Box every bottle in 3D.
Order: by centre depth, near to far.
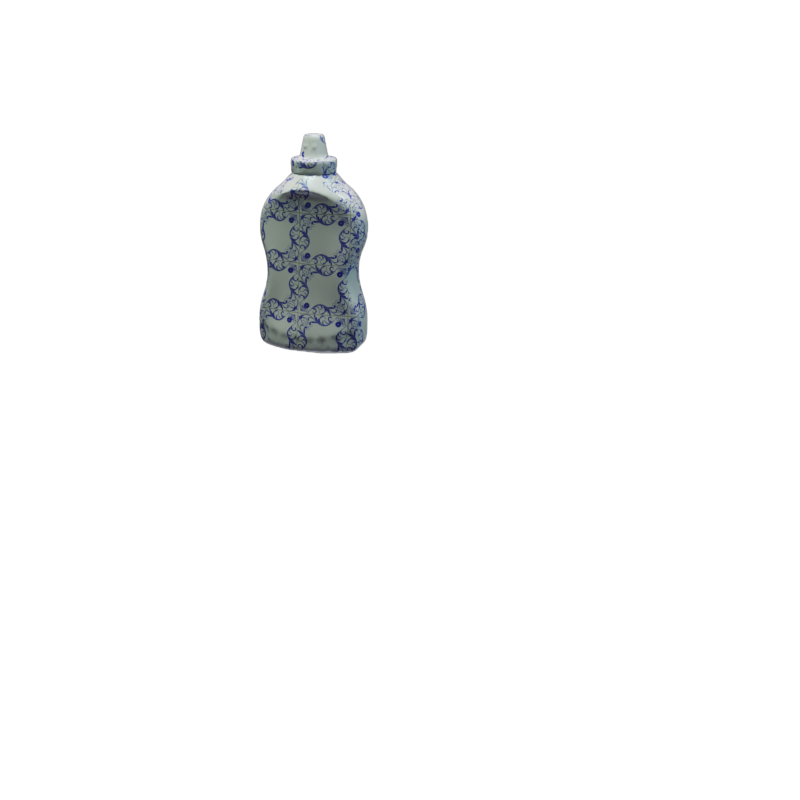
[{"bbox_3d":[-0.077,-0.141,0.986,0.099,0.186,0.059,6,15,19],"label":"bottle"}]
